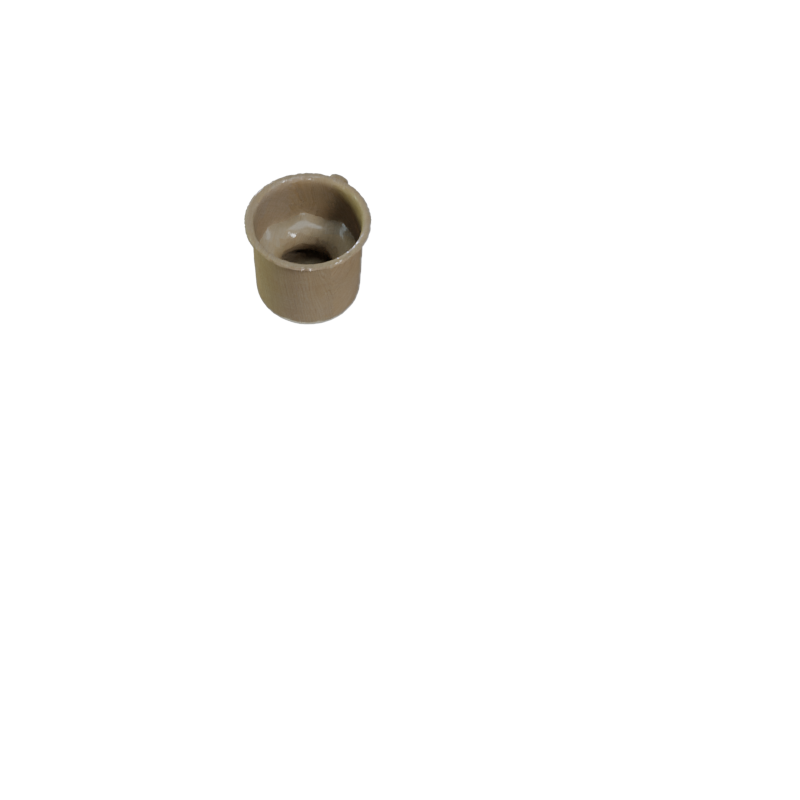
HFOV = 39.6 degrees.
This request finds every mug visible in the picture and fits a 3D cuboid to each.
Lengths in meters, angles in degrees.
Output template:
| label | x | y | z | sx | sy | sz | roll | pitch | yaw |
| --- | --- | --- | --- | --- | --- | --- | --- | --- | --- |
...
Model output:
| label | x | y | z | sx | sy | sz | roll | pitch | yaw |
| --- | --- | --- | --- | --- | --- | --- | --- | --- | --- |
| mug | -0.066 | -0.121 | 0.847 | 0.095 | 0.123 | 0.076 | 15 | -34 | 9 |
